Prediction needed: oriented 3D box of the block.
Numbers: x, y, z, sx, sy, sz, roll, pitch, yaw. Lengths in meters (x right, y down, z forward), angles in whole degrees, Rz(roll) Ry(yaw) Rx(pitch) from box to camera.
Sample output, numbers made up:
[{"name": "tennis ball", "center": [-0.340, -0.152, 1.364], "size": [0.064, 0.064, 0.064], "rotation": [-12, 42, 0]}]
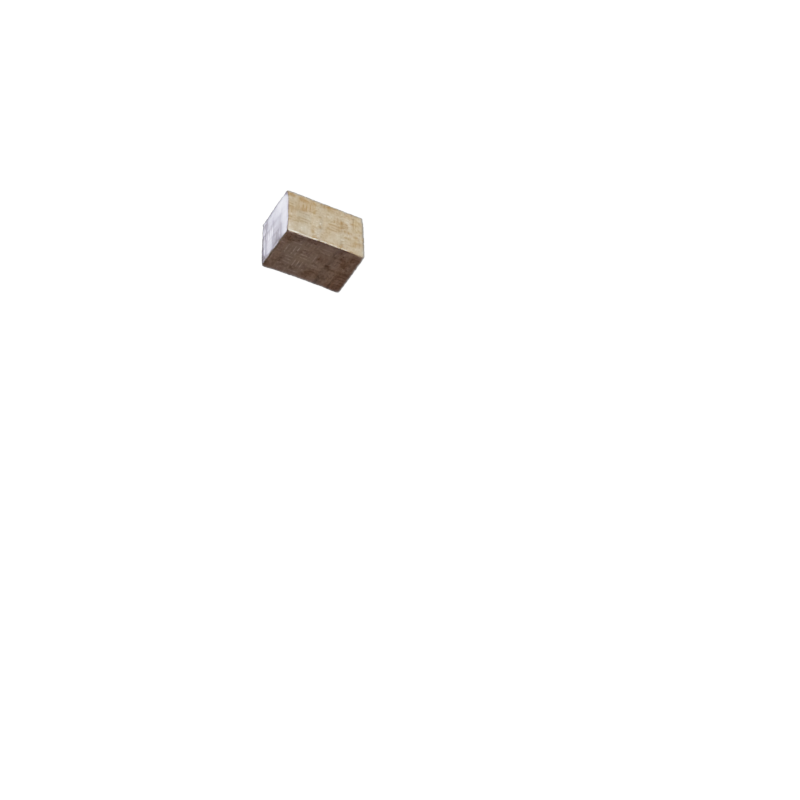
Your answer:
[{"name": "block", "center": [-0.077, -0.140, 0.981], "size": [0.075, 0.055, 0.051], "rotation": [20, -46, -22]}]
